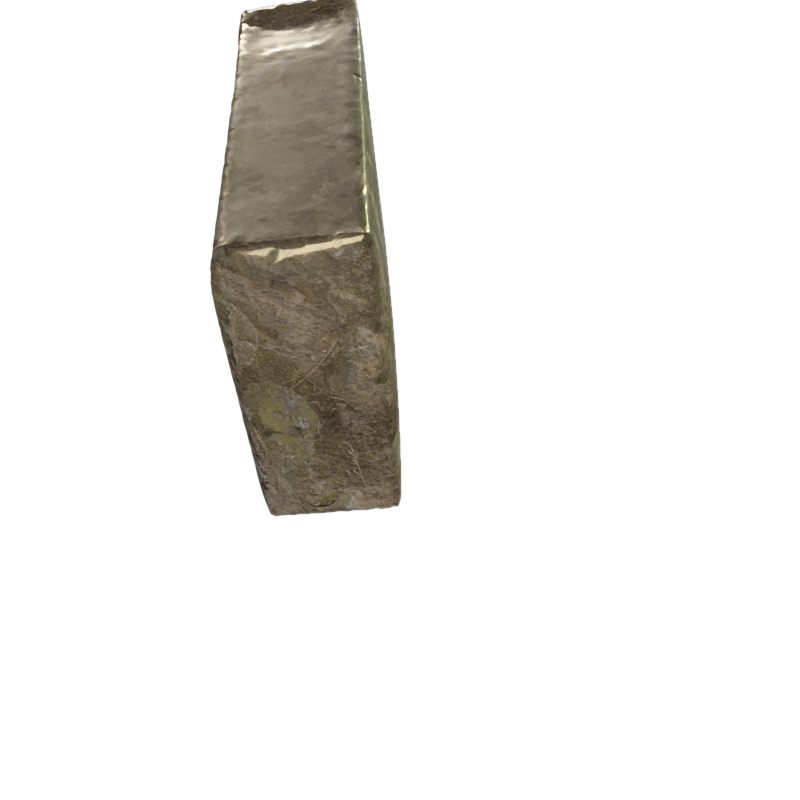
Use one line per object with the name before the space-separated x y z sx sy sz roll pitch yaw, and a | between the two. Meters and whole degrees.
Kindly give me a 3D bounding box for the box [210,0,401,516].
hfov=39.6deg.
box | -0.043 -0.079 0.554 0.072 0.152 0.229 -6 42 1
